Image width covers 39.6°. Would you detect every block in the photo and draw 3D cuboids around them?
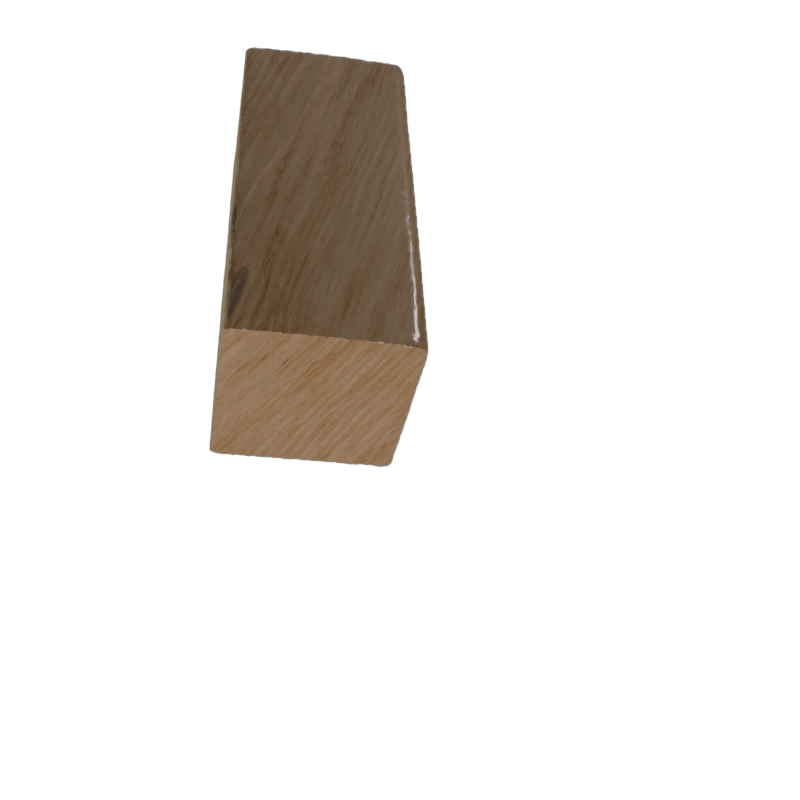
[{"bbox_3d":[-0.044,-0.081,0.567,0.089,0.221,0.085,5,-43,-9],"label":"block"}]
